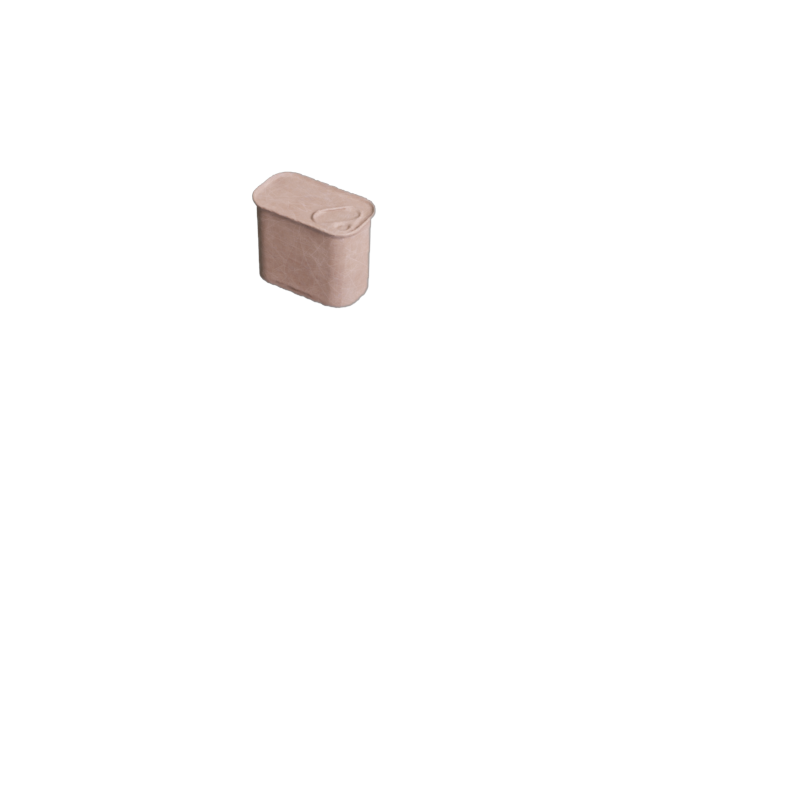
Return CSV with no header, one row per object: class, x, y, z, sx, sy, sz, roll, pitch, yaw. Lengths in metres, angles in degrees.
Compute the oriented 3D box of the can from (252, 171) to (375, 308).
can,-0.073,-0.133,0.934,0.107,0.078,0.059,24,45,23
